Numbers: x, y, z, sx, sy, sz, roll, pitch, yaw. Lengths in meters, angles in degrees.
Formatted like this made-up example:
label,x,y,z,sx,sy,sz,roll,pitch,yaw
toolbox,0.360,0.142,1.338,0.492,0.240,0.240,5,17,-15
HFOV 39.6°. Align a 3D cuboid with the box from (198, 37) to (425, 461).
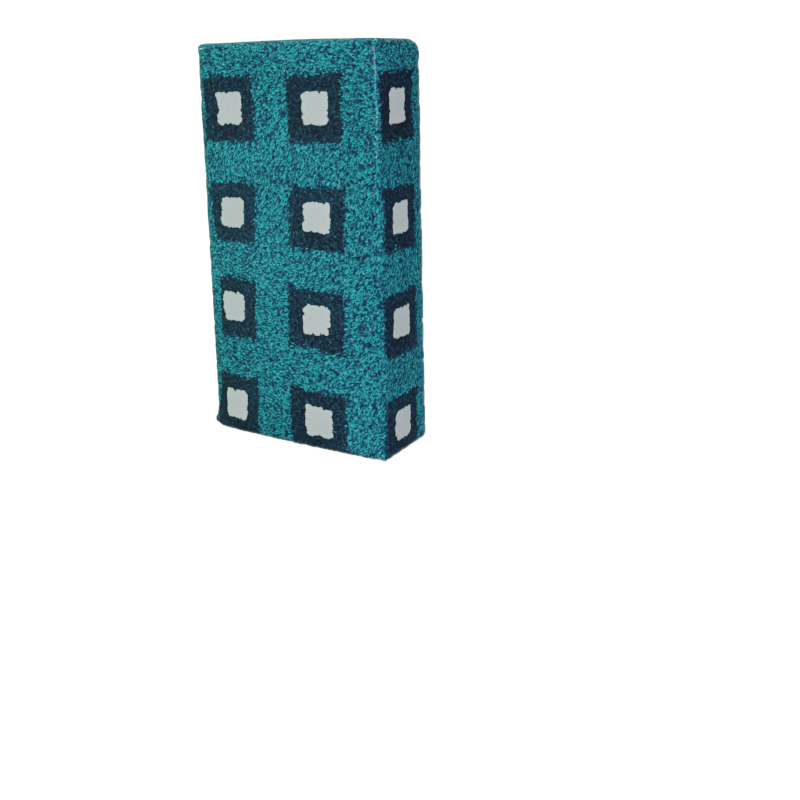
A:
label,x,y,z,sx,sy,sz,roll,pitch,yaw
box,-0.038,-0.070,0.489,0.097,0.172,0.047,7,11,31
